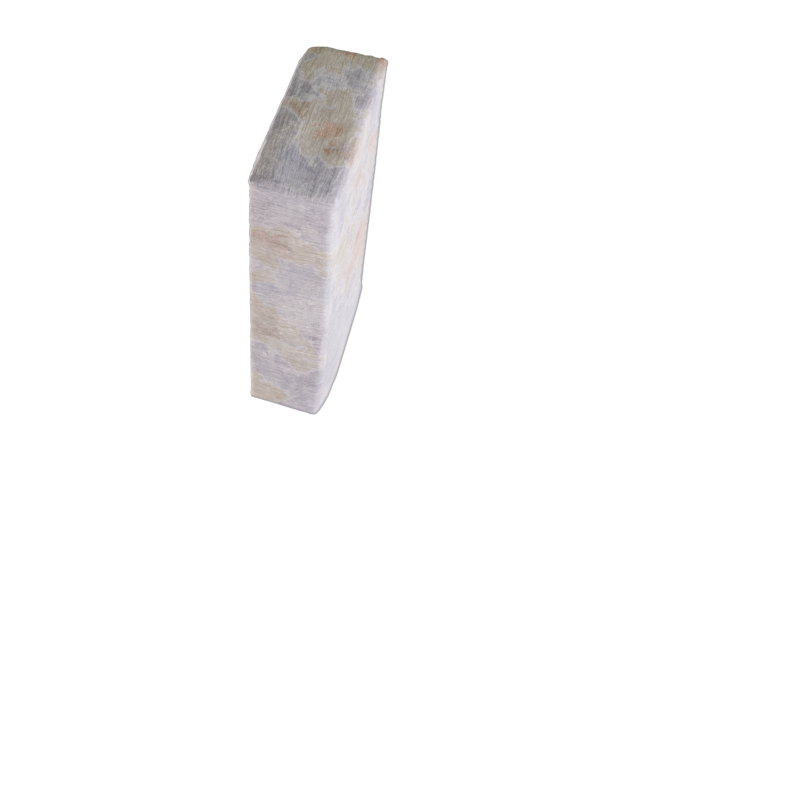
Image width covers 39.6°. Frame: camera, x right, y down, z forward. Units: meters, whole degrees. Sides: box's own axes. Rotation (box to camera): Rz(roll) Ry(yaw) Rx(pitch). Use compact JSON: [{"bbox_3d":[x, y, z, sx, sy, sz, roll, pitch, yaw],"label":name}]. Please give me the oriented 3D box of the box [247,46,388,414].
[{"bbox_3d":[-0.043,-0.078,0.545,0.049,0.098,0.165,13,-35,5],"label":"box"}]
